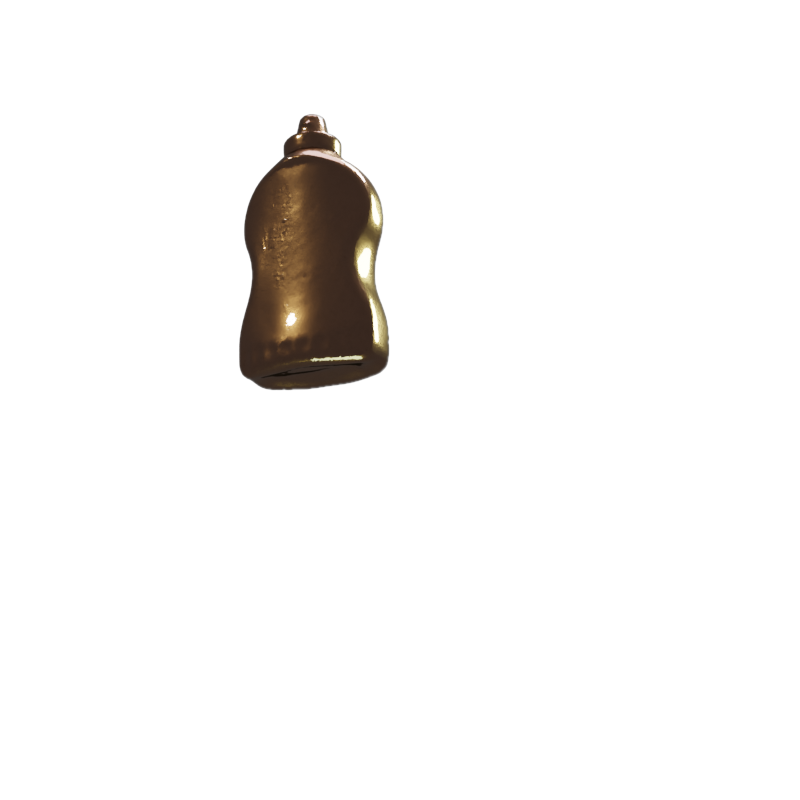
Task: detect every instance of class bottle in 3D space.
[{"bbox_3d":[-0.059,-0.107,0.750,0.098,0.202,0.054,-11,-26,22],"label":"bottle"}]
